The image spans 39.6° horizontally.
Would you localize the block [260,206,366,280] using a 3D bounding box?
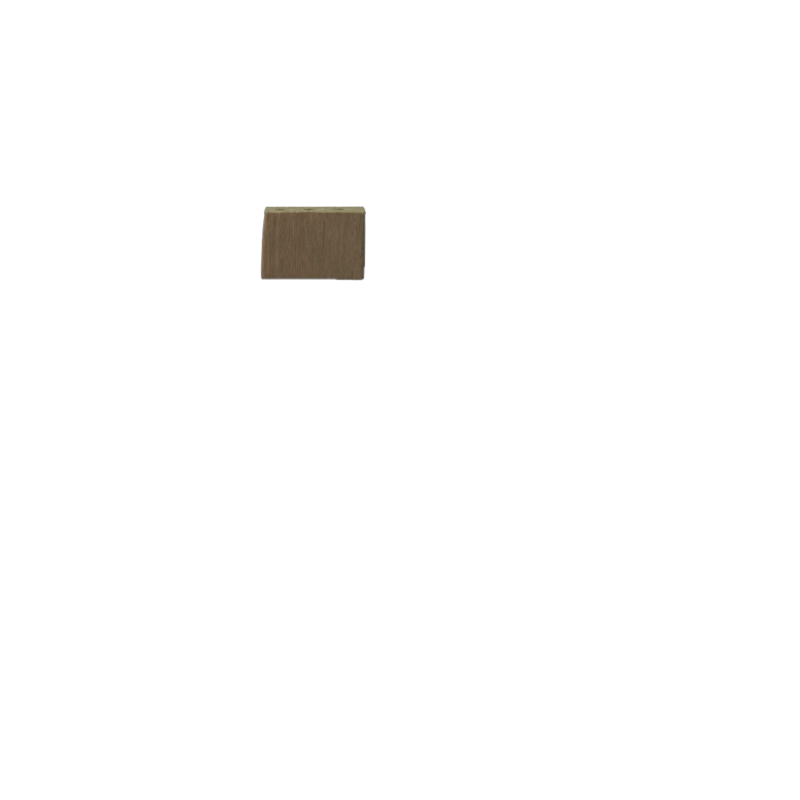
[{"bbox_3d":[-0.066,-0.120,0.841,0.078,0.050,0.054,0,12,-2],"label":"block"}]
